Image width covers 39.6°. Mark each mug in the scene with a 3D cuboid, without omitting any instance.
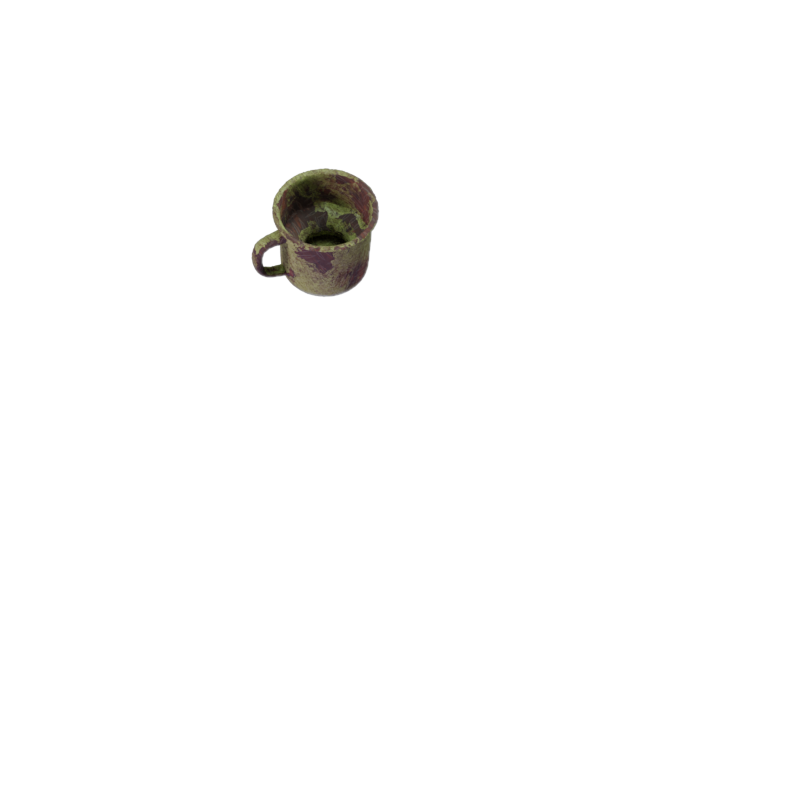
[{"bbox_3d":[-0.077,-0.141,0.989,0.117,0.100,0.076,-25,-29,-17],"label":"mug"}]
